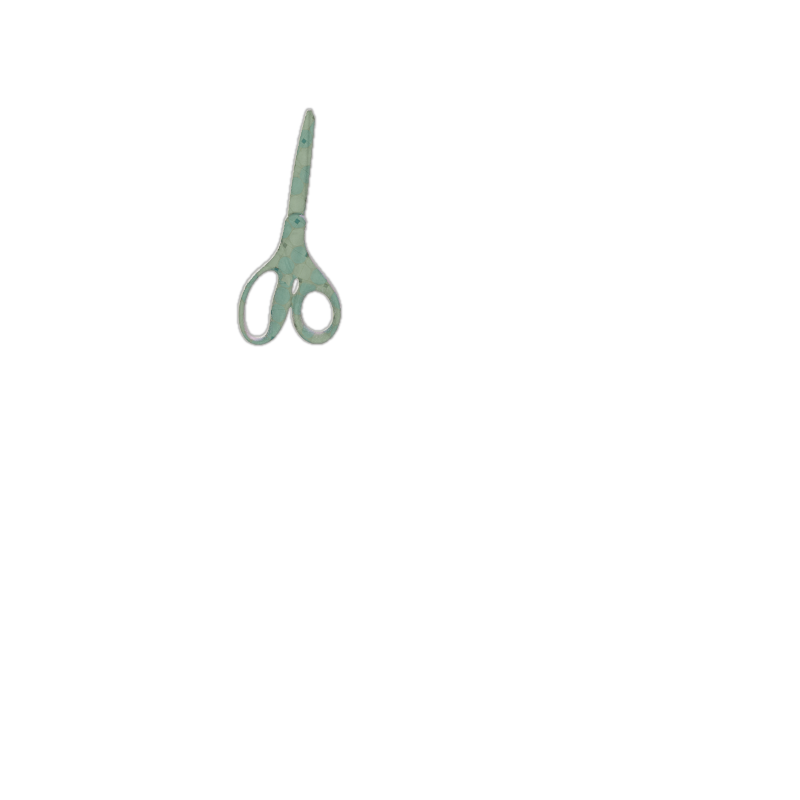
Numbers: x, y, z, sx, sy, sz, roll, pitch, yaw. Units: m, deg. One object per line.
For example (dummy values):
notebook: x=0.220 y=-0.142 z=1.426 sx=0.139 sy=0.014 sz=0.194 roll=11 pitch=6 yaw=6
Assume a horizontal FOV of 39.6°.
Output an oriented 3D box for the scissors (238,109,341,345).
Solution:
scissors: x=-0.073 y=-0.133 z=0.933 sx=0.095 sy=0.199 sz=0.016 roll=23 pitch=6 yaw=-3
